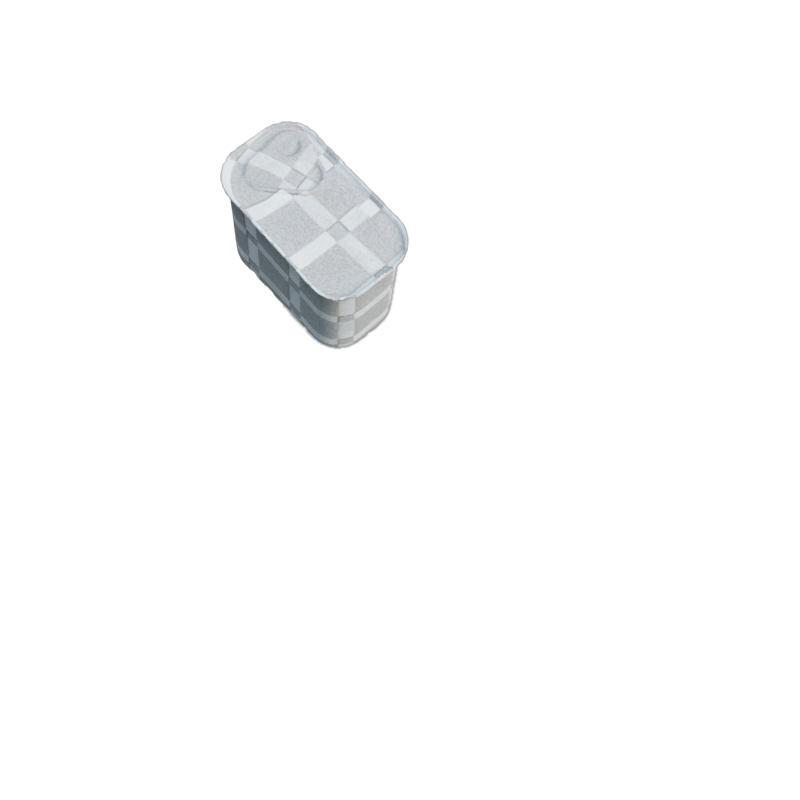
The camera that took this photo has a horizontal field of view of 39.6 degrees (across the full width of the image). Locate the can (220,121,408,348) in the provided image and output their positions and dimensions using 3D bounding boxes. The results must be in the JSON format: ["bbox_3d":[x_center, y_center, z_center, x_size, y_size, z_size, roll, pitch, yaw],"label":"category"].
[{"bbox_3d":[-0.046,-0.084,0.587,0.058,0.107,0.080,-38,-16,-15],"label":"can"}]
